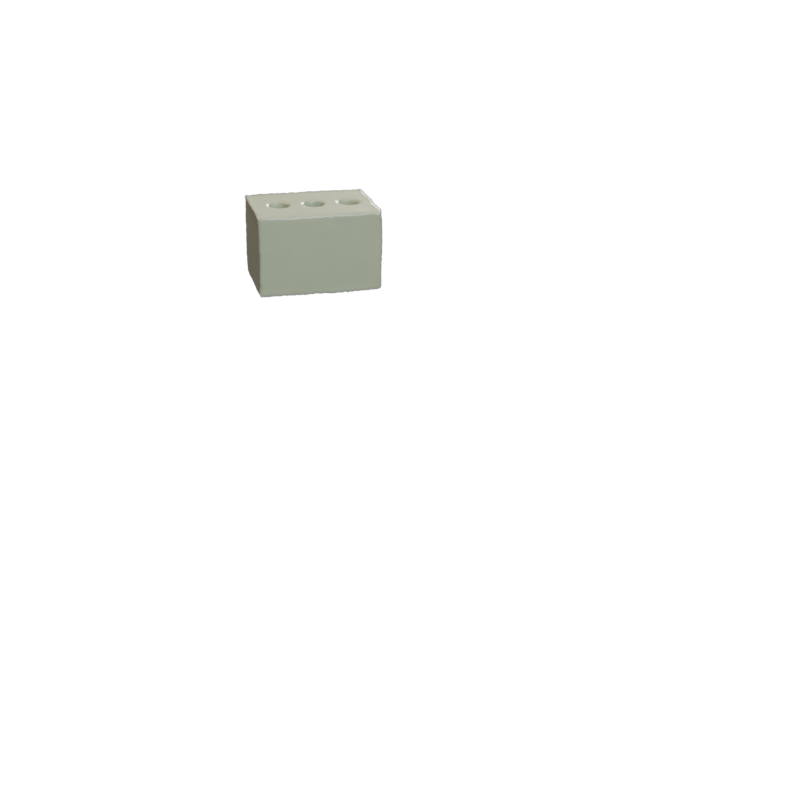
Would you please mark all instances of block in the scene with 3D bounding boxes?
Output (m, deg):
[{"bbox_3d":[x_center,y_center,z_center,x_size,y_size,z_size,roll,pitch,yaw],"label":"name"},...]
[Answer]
[{"bbox_3d":[-0.054,-0.098,0.684,0.077,0.049,0.056,-5,22,-13],"label":"block"}]
